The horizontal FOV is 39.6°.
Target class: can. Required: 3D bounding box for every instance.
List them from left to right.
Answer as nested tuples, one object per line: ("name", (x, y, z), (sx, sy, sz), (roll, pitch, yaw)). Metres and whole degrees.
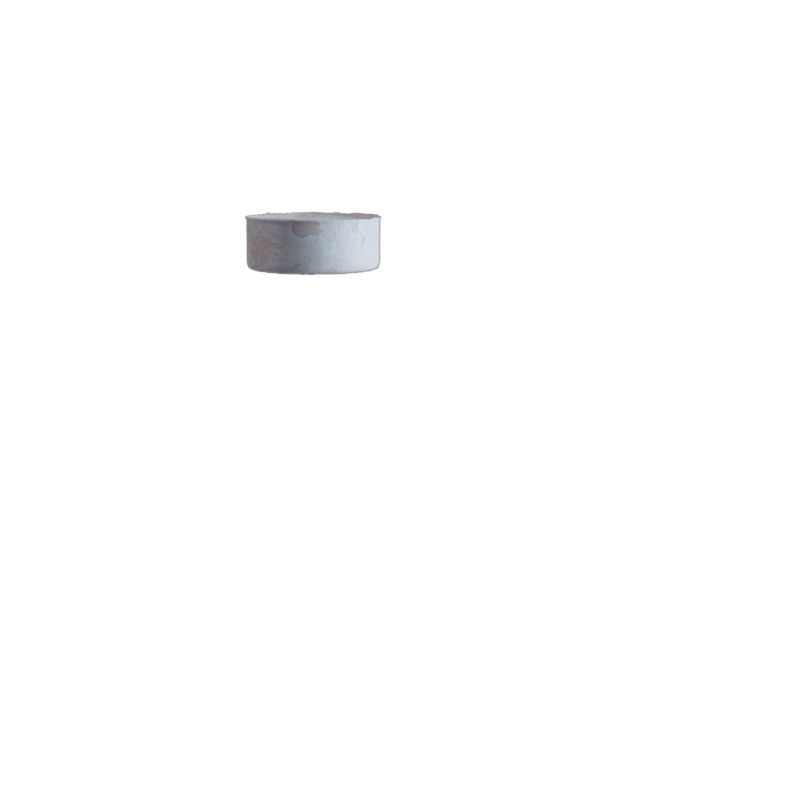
("can", (-0.055, -0.100, 0.697), (0.086, 0.033, 0.088), (0, 12, -2))
